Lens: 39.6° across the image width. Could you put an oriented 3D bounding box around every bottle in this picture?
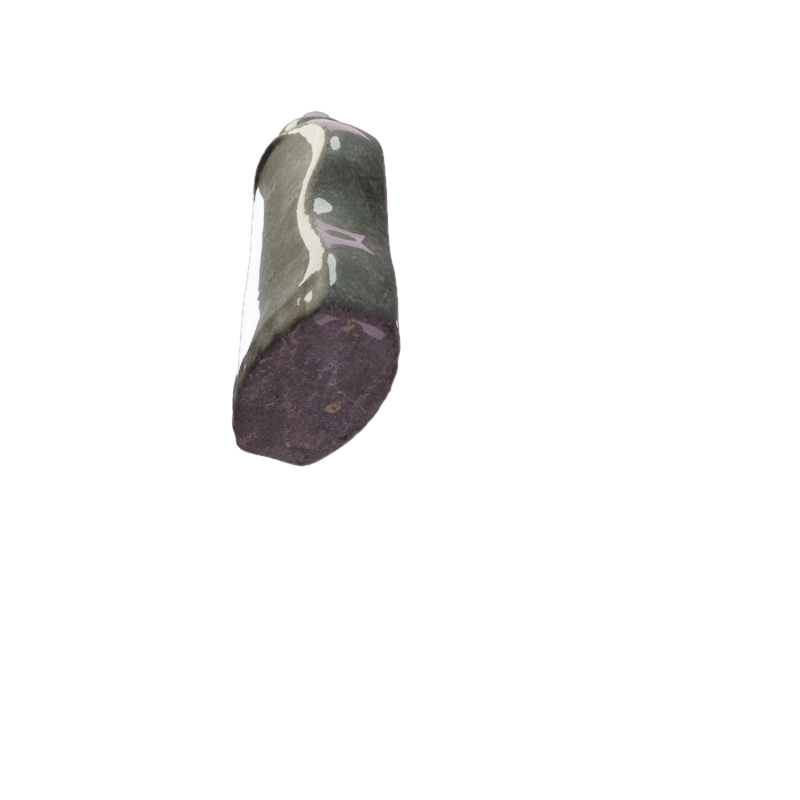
[{"bbox_3d":[-0.039,-0.072,0.507,0.057,0.206,0.092,16,-49,-19],"label":"bottle"}]
